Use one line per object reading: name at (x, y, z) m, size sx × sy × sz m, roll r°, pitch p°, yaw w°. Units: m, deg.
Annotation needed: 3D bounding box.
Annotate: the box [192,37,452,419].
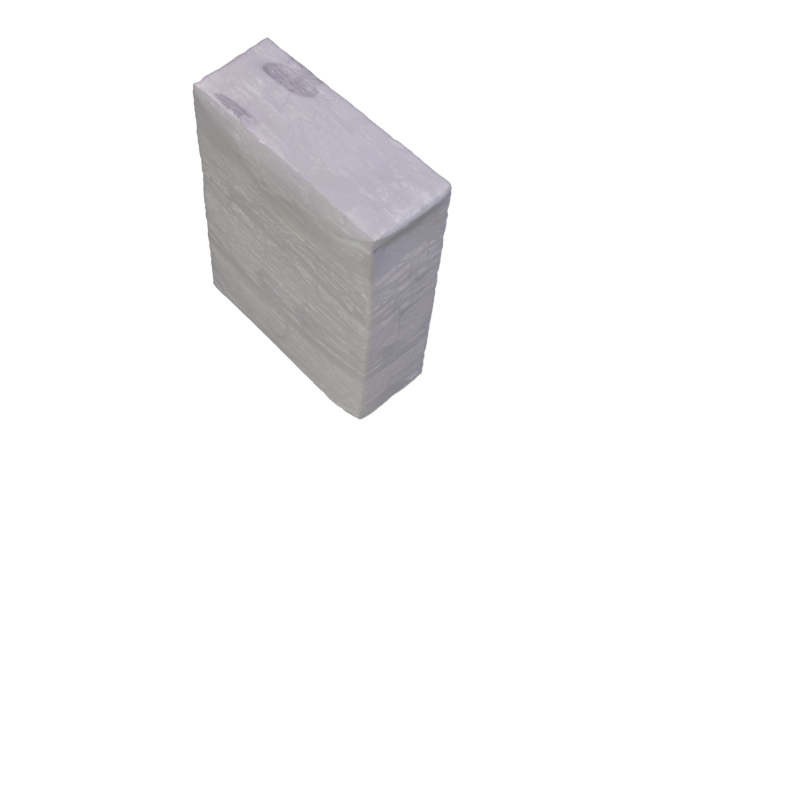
box at (-0.057, -0.104, 0.728) m, size 0.072 × 0.174 × 0.200 m, roll -37°, pitch -24°, yaw -23°
